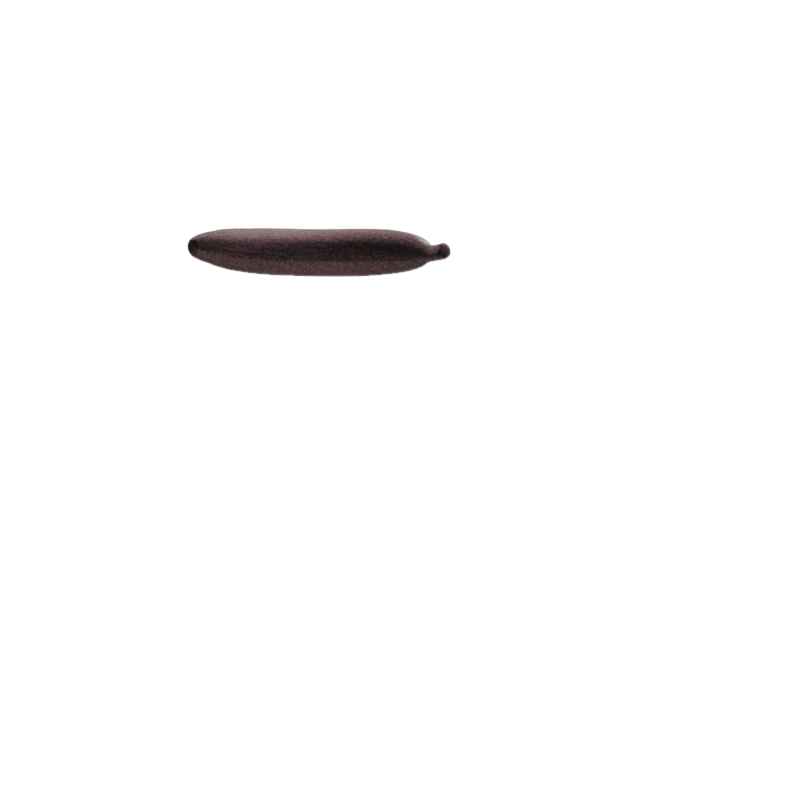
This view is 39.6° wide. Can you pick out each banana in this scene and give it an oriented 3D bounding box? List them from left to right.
[{"bbox_3d":[-0.063,-0.118,0.862,0.198,0.038,0.067,0,-10,2],"label":"banana"}]
